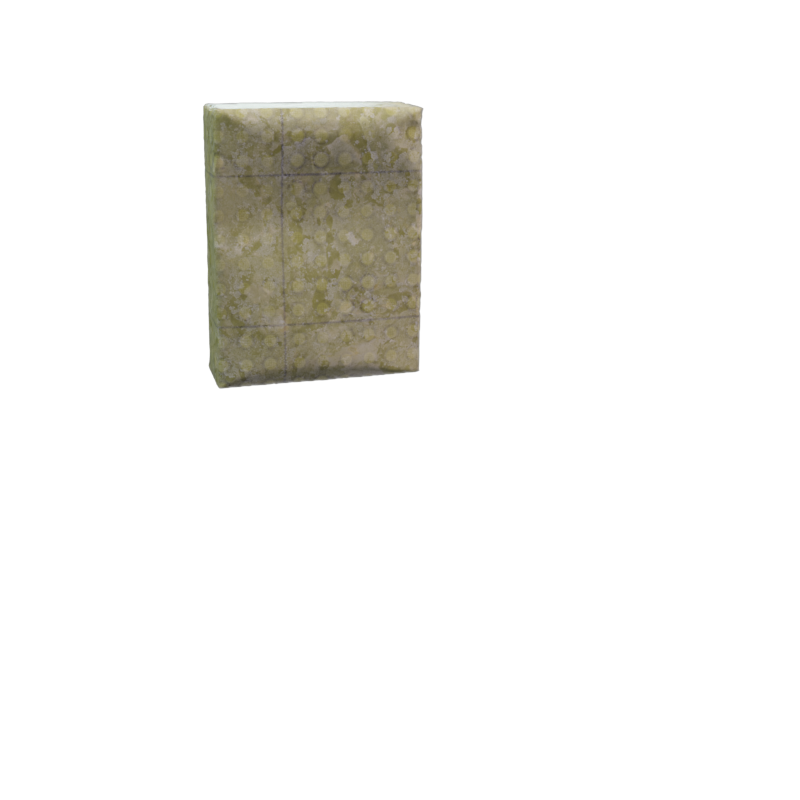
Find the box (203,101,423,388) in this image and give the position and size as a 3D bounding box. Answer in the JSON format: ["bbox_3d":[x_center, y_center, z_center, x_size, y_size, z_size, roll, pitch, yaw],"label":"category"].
[{"bbox_3d":[-0.068,-0.123,0.864,0.161,0.208,0.075,-3,12,-13],"label":"box"}]
